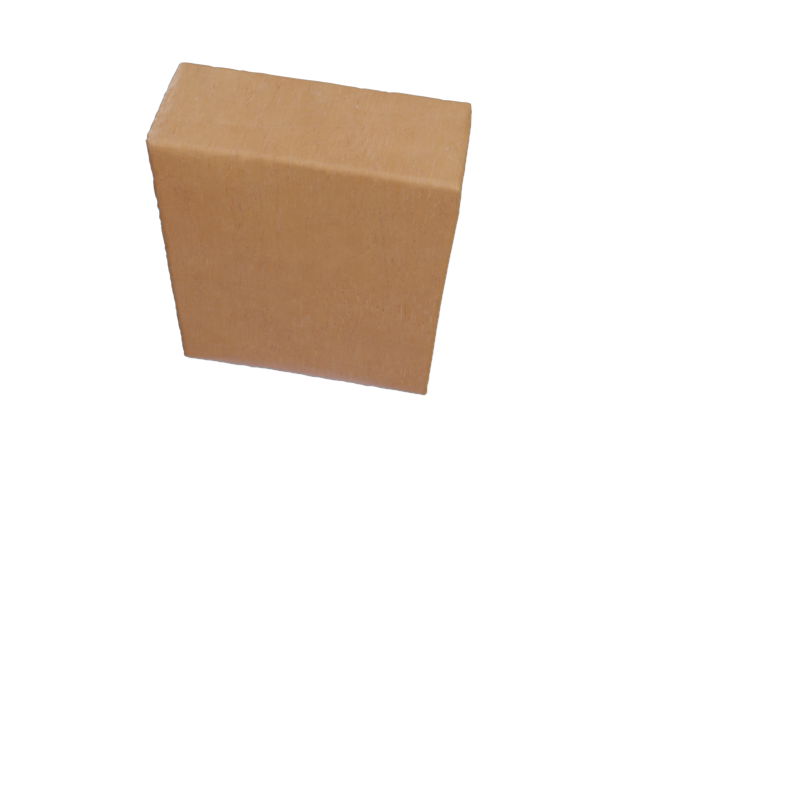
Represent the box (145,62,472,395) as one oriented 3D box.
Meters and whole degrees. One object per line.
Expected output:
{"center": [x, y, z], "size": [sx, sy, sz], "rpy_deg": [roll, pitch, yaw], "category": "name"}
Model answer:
{"center": [-0.051, -0.094, 0.656], "size": [0.166, 0.076, 0.200], "rpy_deg": [10, -32, 4], "category": "box"}
